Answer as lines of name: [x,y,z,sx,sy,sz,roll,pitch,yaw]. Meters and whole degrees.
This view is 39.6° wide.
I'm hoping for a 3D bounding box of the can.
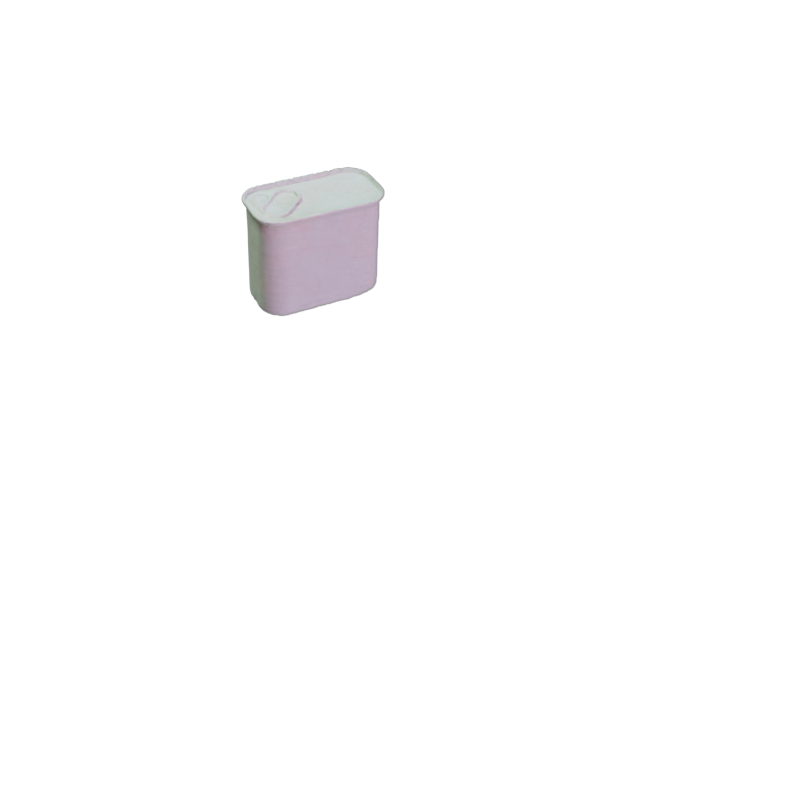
can: [-0.065,-0.118,0.827,0.100,0.078,0.062,-16,39,-22]
